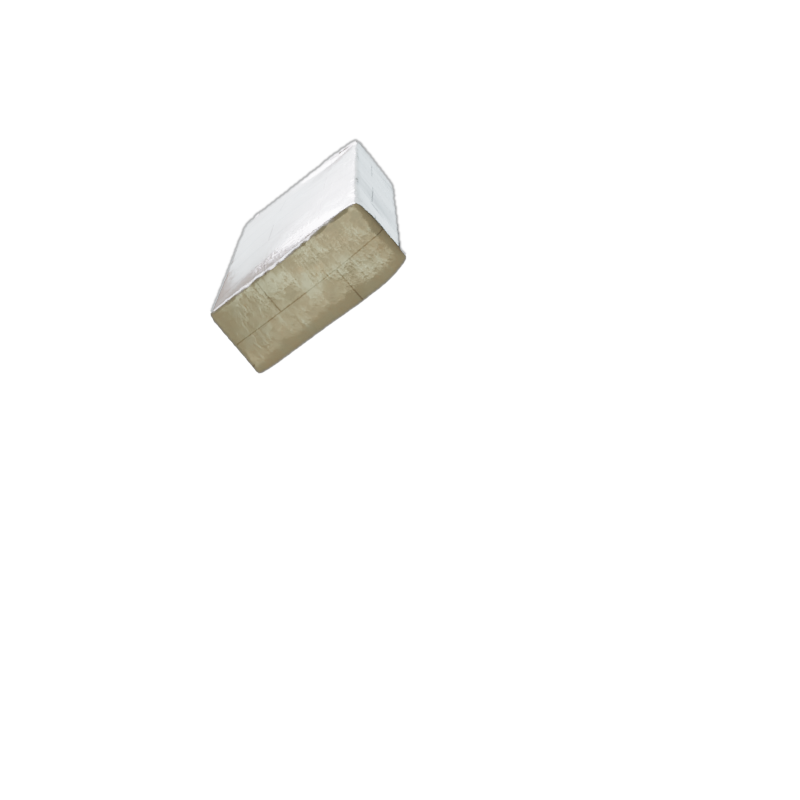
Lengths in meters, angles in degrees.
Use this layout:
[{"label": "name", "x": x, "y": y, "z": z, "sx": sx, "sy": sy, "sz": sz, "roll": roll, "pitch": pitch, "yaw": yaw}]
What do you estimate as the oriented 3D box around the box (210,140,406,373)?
[{"label": "box", "x": -0.048, "y": -0.087, "z": 0.607, "sx": 0.093, "sy": 0.046, "sz": 0.185, "roll": -36, "pitch": 21, "yaw": 11}]
